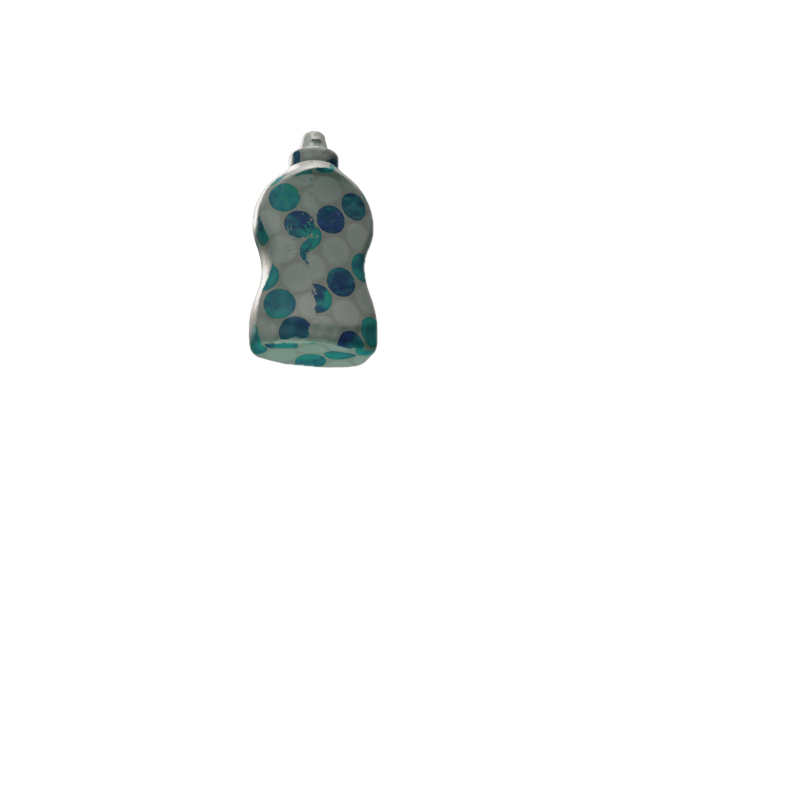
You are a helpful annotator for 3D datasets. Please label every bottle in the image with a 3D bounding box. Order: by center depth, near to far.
[{"bbox_3d":[-0.068,-0.125,0.874,0.094,0.202,0.056,5,-24,-14],"label":"bottle"}]
